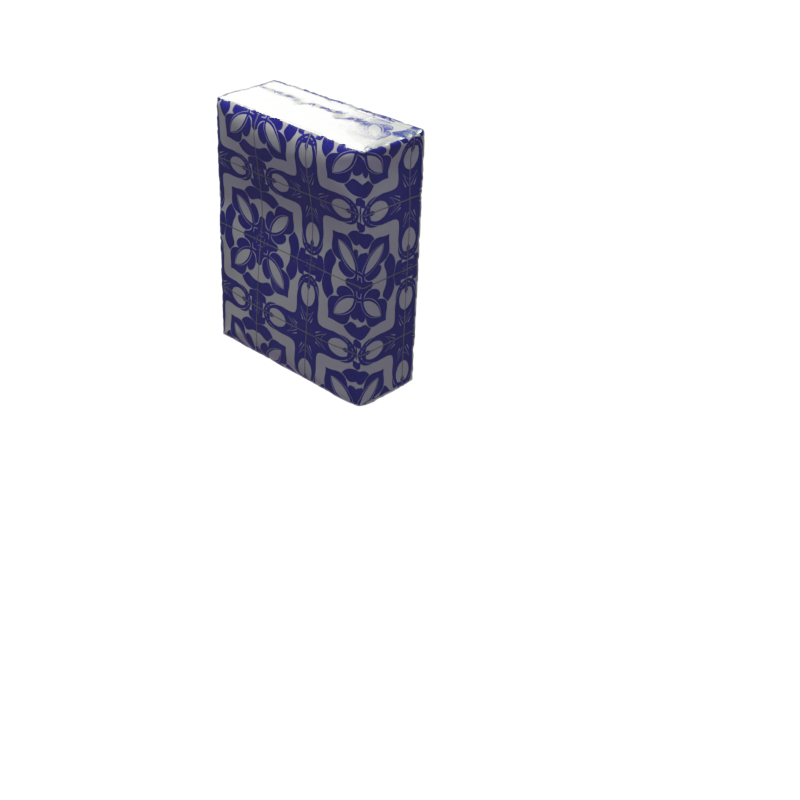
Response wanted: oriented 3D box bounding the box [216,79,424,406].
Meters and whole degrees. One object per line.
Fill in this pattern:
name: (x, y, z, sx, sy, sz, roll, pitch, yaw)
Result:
box: (-0.068, -0.123, 0.864, 0.175, 0.202, 0.071, 27, 37, 37)
